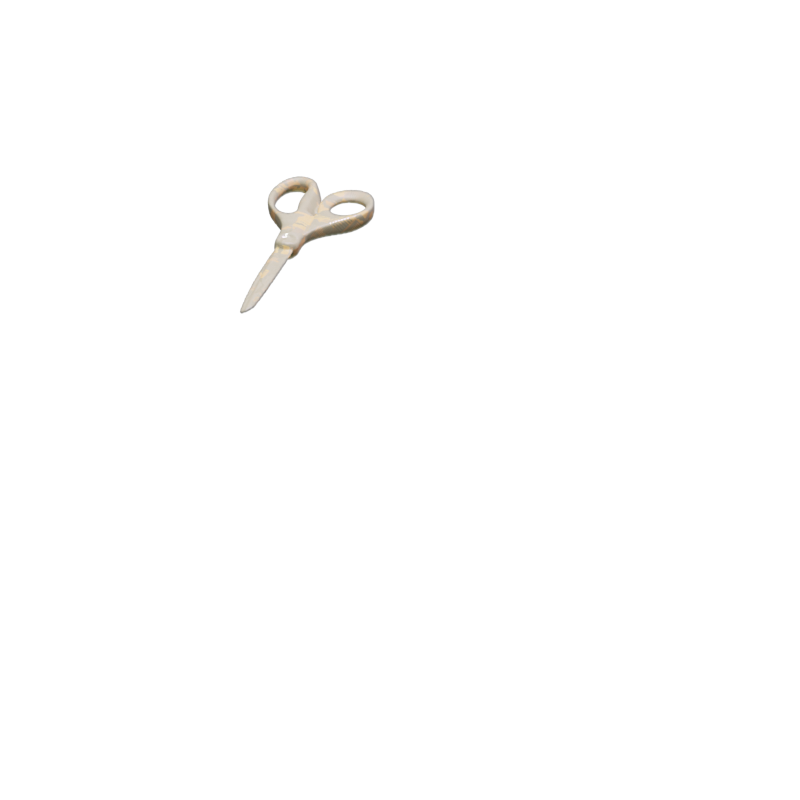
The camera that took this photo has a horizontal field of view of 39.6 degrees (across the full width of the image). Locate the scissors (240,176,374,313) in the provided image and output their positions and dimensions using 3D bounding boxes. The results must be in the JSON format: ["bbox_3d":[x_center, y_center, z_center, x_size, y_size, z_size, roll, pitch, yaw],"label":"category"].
[{"bbox_3d":[-0.067,-0.122,0.851,0.096,0.015,0.215,-1,35,-1],"label":"scissors"}]
